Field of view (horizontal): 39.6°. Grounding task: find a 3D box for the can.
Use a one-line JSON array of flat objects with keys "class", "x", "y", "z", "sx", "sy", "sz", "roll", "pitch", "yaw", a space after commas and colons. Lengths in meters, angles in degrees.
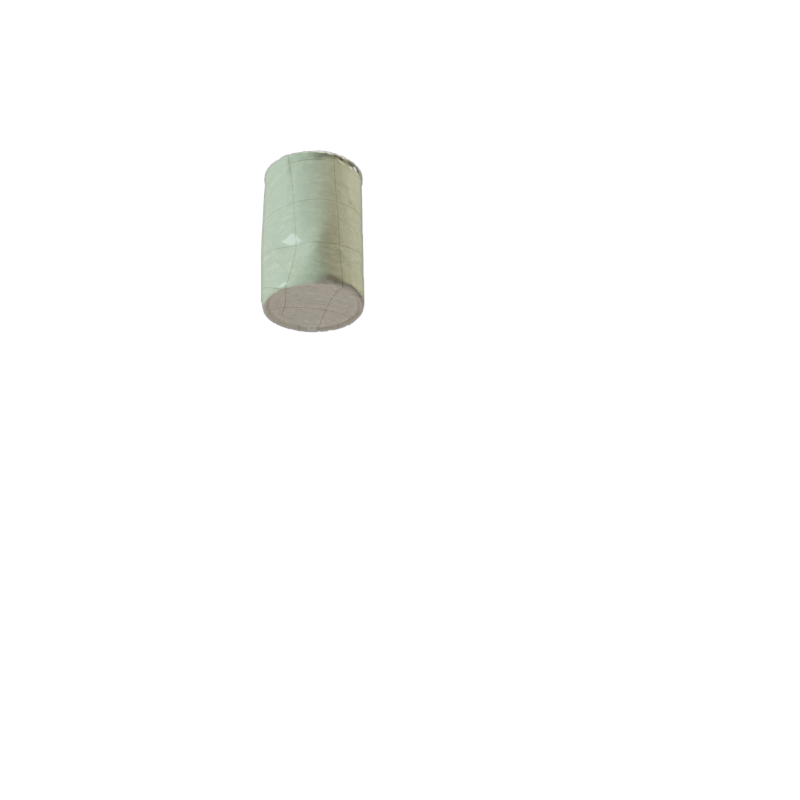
[{"class": "can", "x": -0.058, "y": -0.105, "z": 0.735, "sx": 0.068, "sy": 0.109, "sz": 0.064, "roll": 0, "pitch": -29, "yaw": -2}]
